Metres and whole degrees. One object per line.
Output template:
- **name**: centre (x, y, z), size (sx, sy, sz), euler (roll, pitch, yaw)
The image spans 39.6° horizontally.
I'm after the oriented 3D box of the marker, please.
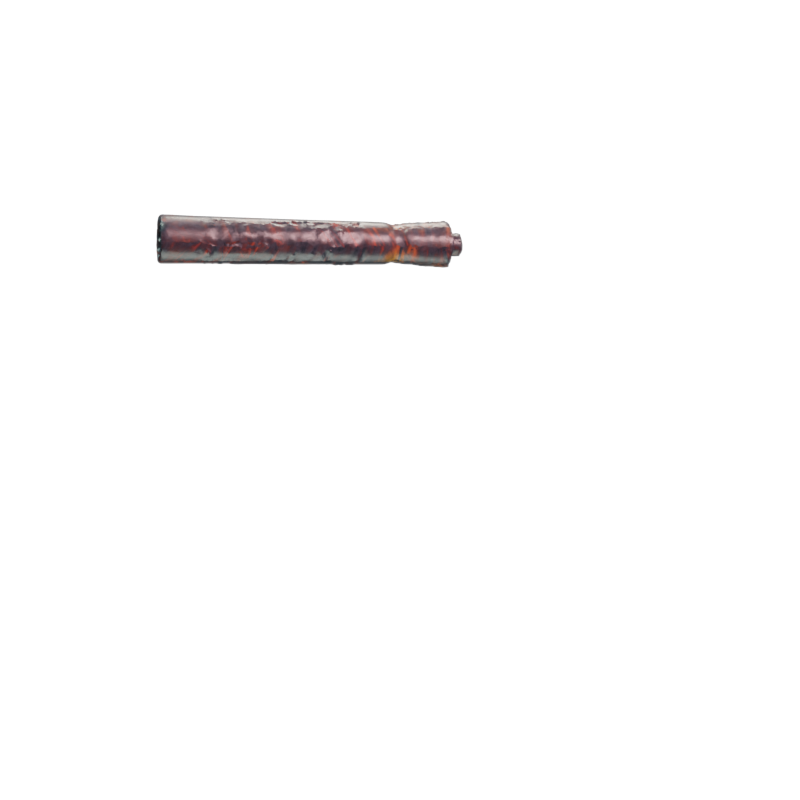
- **marker**: centre (-0.034, -0.062, 0.434), size (0.119, 0.020, 0.020), euler (-1, 4, -13)
